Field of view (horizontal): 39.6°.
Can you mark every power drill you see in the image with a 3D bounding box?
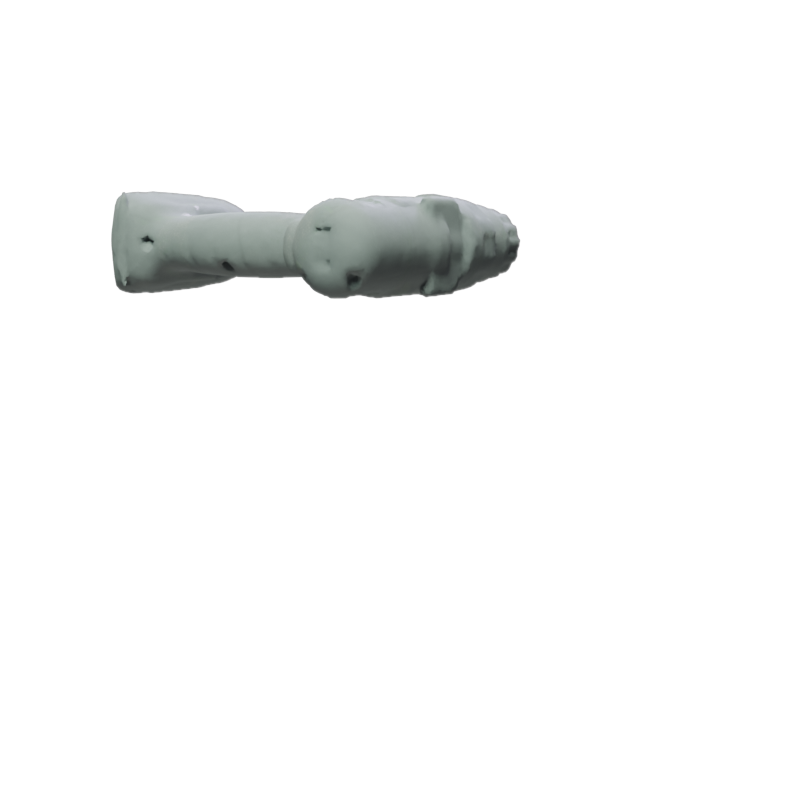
[{"bbox_3d":[-0.047,-0.086,0.603,0.195,0.057,0.179,4,7,32],"label":"power drill"}]
